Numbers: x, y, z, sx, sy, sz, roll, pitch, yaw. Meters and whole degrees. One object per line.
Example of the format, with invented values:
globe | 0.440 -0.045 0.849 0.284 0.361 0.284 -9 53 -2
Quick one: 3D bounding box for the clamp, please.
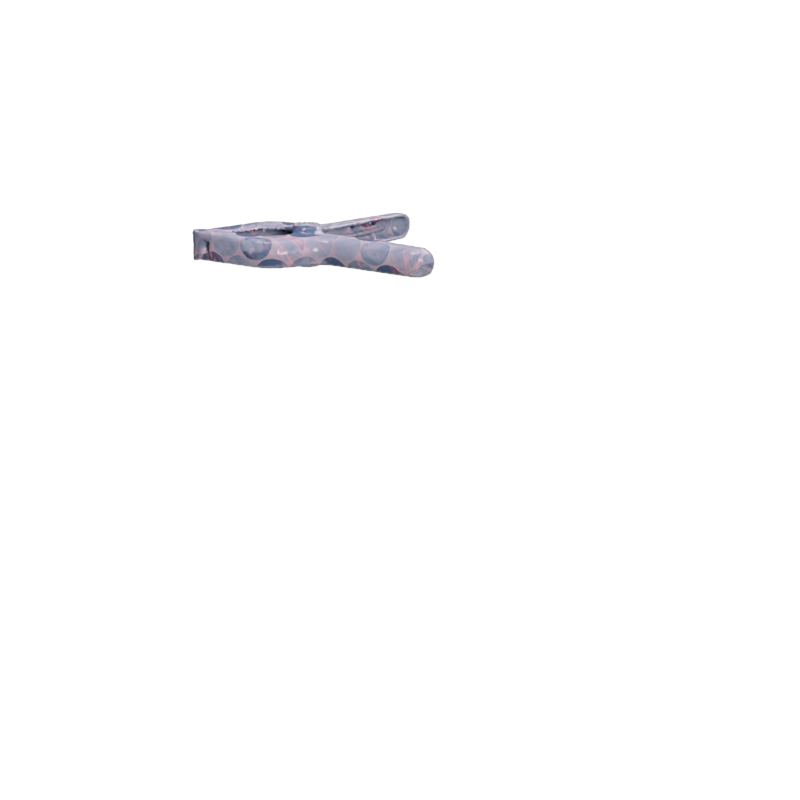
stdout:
clamp | -0.078 -0.142 0.992 0.211 0.035 0.170 1 19 2
